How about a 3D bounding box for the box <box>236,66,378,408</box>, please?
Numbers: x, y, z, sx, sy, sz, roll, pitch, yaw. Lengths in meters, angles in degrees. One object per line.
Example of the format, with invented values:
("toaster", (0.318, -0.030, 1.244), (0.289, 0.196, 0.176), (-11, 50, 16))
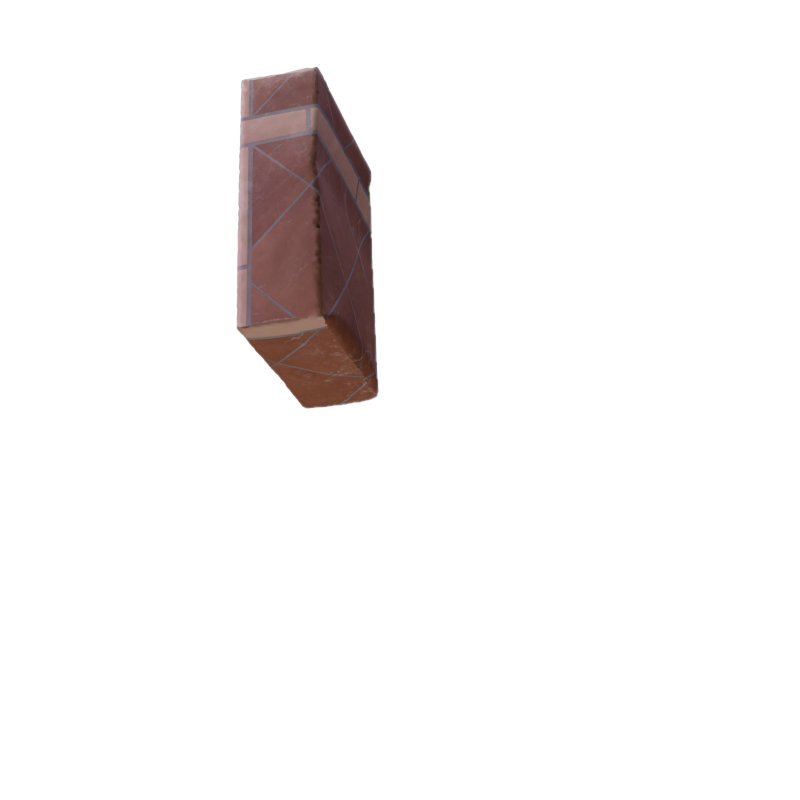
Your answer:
("box", (-0.067, -0.123, 0.858), (0.073, 0.227, 0.153), (-8, -27, 12))
